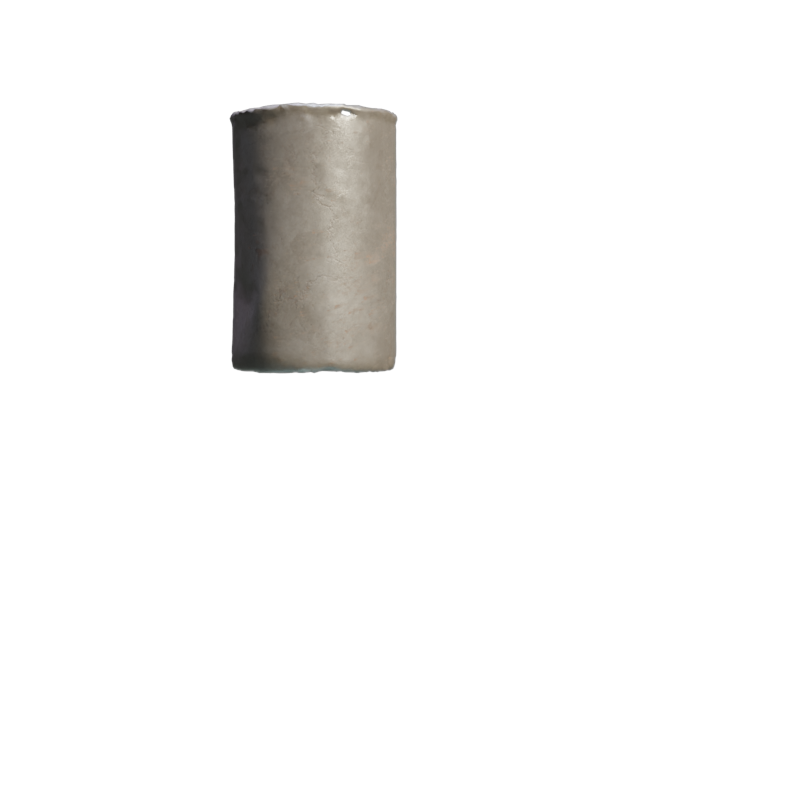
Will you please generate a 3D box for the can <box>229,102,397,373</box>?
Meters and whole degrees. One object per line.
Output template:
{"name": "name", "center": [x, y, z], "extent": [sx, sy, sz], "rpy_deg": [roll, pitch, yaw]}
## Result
{"name": "can", "center": [-0.035, -0.064, 0.447], "extent": [0.068, 0.103, 0.068], "rpy_deg": [0, 0, -2]}
